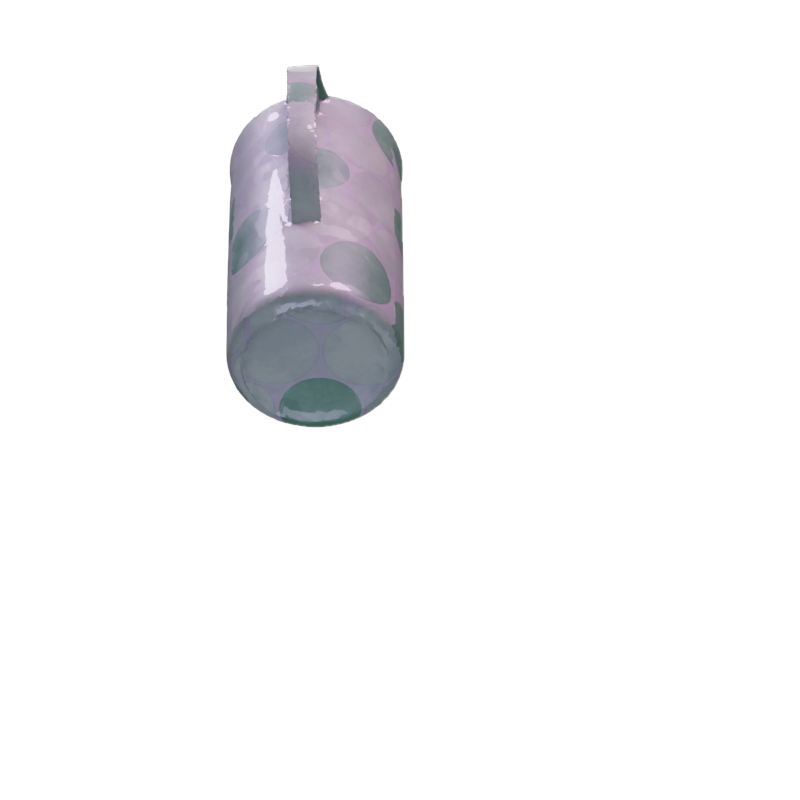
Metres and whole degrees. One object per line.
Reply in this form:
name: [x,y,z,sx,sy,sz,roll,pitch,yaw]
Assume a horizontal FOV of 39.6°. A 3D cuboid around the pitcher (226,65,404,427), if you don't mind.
pitcher: [-0.059,-0.108,0.755,0.141,0.260,0.143,35,-62,-26]
